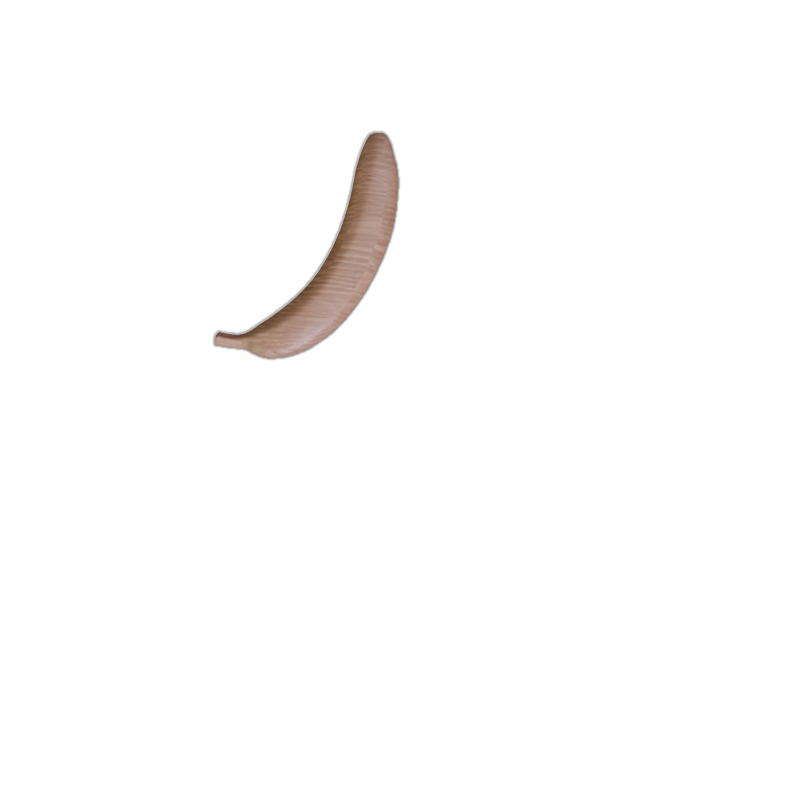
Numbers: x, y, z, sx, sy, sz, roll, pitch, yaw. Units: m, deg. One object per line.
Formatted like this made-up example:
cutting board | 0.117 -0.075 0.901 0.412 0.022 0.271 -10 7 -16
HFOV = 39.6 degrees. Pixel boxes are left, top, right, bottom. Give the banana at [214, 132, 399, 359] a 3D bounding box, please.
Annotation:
banana | -0.050 -0.100 0.798 0.070 0.199 0.036 37 -4 1
